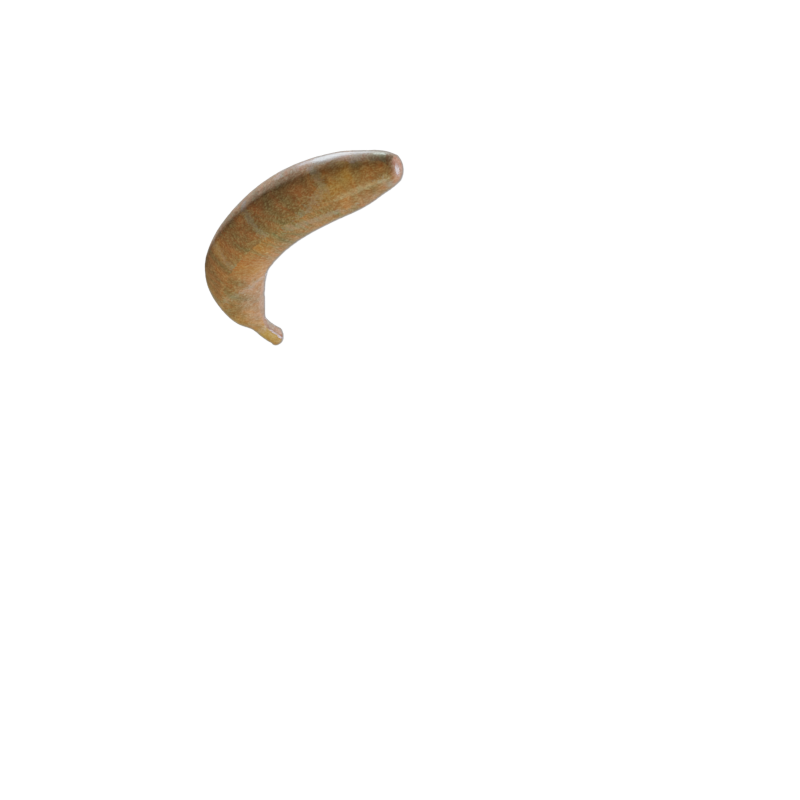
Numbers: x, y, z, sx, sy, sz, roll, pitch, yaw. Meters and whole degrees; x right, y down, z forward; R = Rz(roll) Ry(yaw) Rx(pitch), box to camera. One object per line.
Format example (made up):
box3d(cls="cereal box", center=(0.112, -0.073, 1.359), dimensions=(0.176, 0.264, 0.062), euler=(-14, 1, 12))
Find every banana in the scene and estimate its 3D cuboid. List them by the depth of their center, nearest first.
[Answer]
box3d(cls="banana", center=(-0.068, -0.091, 0.627), dimensions=(0.067, 0.039, 0.192), euler=(11, -27, -22))
